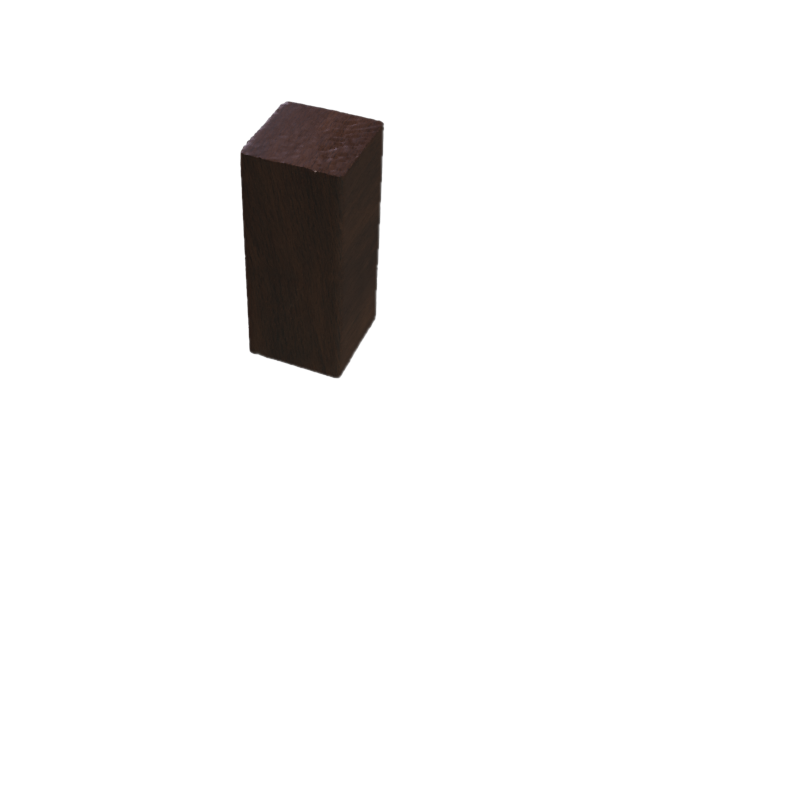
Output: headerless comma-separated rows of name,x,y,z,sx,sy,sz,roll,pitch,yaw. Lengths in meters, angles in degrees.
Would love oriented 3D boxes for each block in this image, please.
block,-0.073,-0.133,0.927,0.093,0.192,0.094,16,42,14
